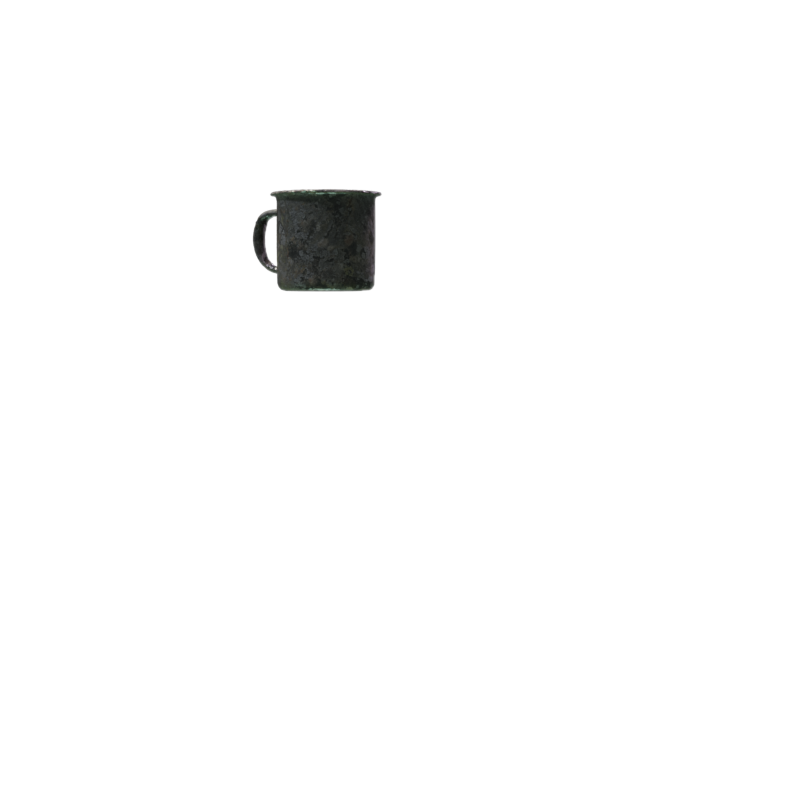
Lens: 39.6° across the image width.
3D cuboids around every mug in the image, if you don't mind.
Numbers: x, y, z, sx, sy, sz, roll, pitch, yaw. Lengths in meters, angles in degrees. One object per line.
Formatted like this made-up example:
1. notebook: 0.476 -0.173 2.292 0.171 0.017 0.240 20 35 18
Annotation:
1. mug: -0.072 -0.132 0.925 0.121 0.081 0.091 2 4 26
